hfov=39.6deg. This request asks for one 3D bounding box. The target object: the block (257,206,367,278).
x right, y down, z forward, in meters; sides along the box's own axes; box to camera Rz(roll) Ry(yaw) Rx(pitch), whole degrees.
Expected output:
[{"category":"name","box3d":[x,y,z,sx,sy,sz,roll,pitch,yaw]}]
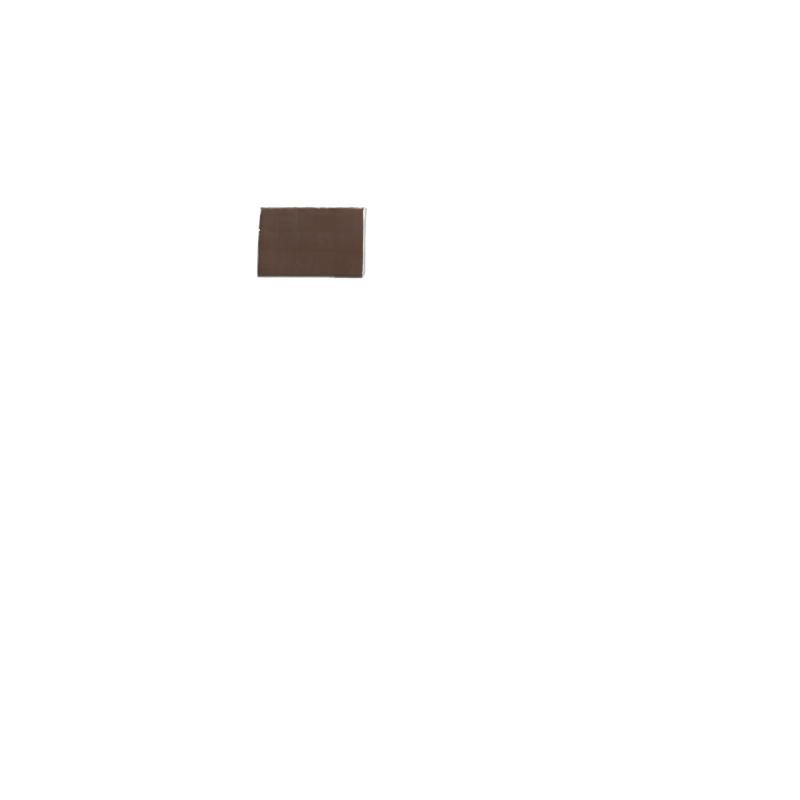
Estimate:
[{"category":"block","box3d":[-0.064,-0.117,0.821,0.078,0.051,0.053,0,6,3]}]
